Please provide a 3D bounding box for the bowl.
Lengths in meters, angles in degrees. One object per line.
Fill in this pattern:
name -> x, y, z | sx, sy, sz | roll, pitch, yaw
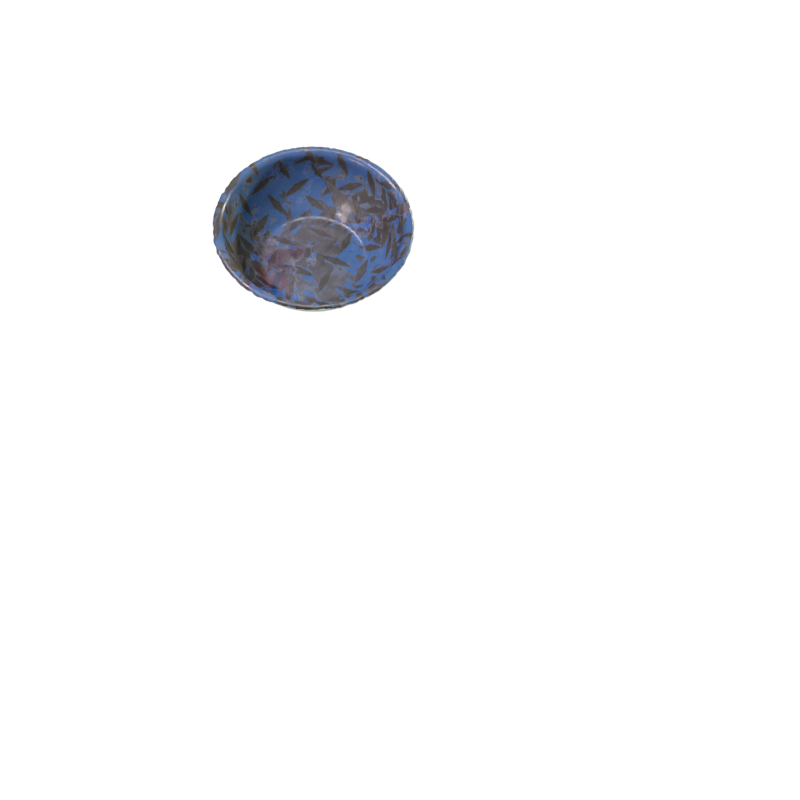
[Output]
bowl -> -0.071, -0.130, 0.909 | 0.162, 0.173, 0.052 | -1, -32, -1
